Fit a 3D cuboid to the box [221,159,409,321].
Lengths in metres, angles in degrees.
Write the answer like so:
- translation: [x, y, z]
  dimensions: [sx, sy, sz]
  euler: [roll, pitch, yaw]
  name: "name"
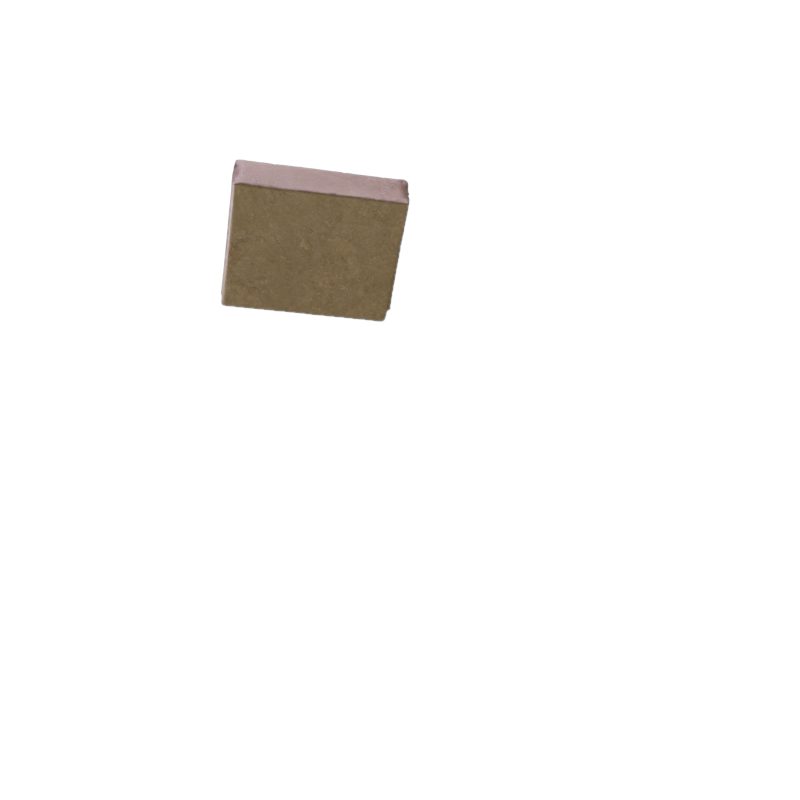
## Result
- translation: [-0.044, -0.081, 0.568]
  dimensions: [0.089, 0.069, 0.032]
  euler: [6, 34, -5]
  name: "box"
